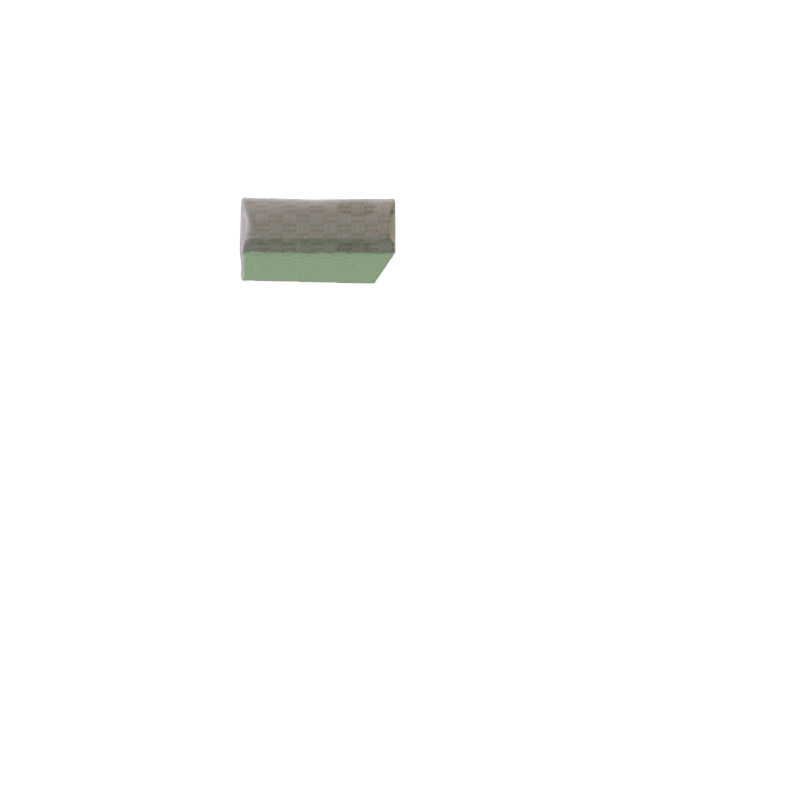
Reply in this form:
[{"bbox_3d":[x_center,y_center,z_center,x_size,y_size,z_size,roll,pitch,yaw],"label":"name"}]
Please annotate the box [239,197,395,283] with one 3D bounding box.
[{"bbox_3d":[-0.044,-0.080,0.559,0.073,0.031,0.088,0,-3,-6],"label":"box"}]
